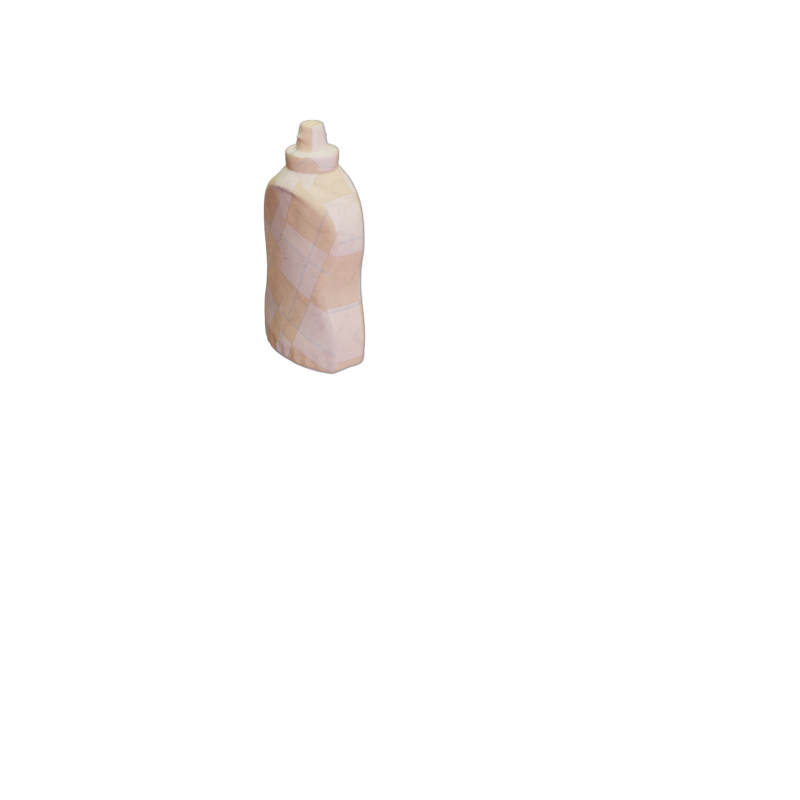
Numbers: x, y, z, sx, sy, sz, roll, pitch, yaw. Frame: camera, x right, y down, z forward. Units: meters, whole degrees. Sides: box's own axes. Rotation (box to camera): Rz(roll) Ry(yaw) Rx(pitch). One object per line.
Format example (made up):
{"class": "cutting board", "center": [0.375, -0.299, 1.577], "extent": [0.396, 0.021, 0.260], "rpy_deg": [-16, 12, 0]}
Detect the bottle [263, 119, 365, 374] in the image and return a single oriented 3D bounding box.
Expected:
{"class": "bottle", "center": [-0.068, -0.123, 0.862], "extent": [0.057, 0.182, 0.103], "rpy_deg": [-16, 29, -35]}
